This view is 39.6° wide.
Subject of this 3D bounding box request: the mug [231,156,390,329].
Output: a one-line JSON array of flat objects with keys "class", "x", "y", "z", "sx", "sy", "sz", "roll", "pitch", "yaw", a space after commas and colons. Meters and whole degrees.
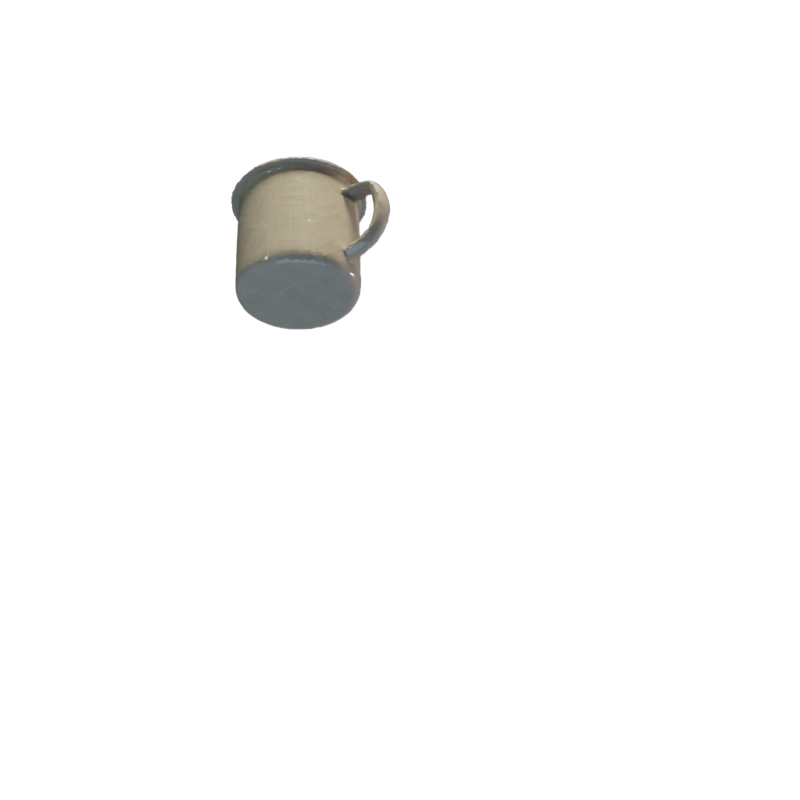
[{"class": "mug", "x": -0.057, "y": -0.104, "z": 0.730, "sx": 0.118, "sy": 0.087, "sz": 0.086, "roll": -21, "pitch": -40, "yaw": 25}]
